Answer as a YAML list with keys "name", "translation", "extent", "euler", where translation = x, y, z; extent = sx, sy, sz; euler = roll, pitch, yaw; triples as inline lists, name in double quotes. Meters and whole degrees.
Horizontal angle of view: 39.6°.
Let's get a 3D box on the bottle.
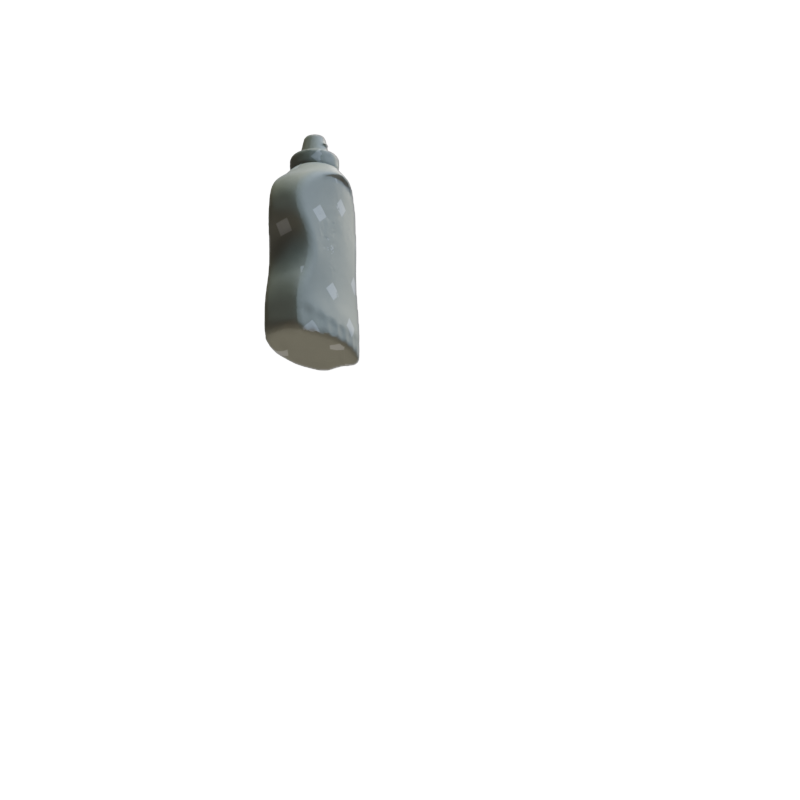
- name: "bottle"
  translation: [-0.069, -0.127, 0.889]
  extent: [0.059, 0.202, 0.089]
  euler: [-15, -27, 27]
